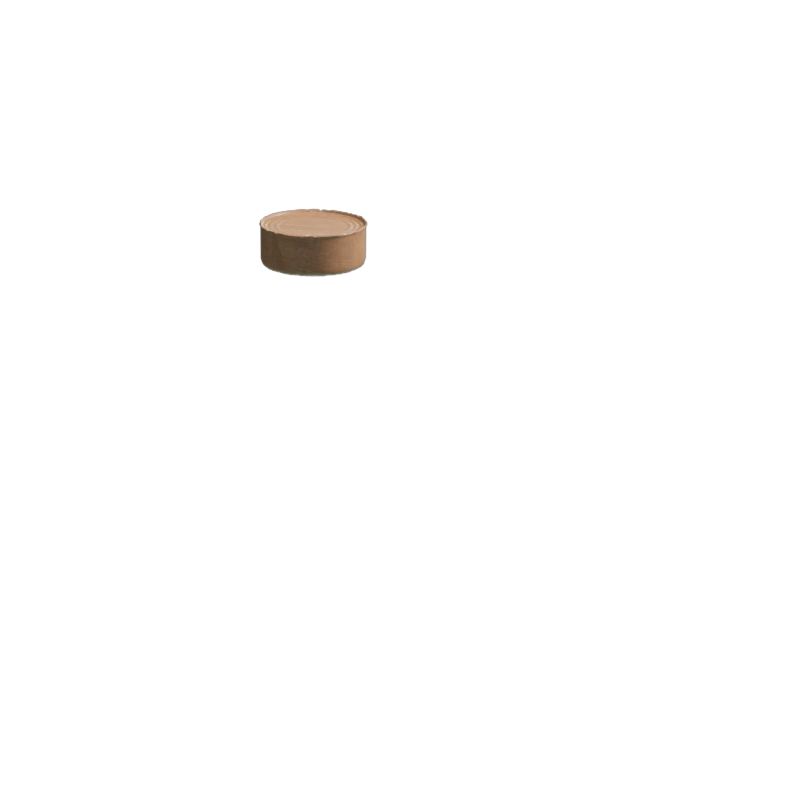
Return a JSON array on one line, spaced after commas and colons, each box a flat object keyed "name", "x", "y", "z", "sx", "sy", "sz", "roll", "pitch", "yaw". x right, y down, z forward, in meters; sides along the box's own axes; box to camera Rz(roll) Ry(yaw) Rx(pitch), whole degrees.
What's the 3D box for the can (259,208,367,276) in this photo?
[{"name": "can", "x": -0.069, "y": -0.126, "z": 0.882, "sx": 0.086, "sy": 0.032, "sz": 0.090, "roll": -1, "pitch": 22, "yaw": -2}]
